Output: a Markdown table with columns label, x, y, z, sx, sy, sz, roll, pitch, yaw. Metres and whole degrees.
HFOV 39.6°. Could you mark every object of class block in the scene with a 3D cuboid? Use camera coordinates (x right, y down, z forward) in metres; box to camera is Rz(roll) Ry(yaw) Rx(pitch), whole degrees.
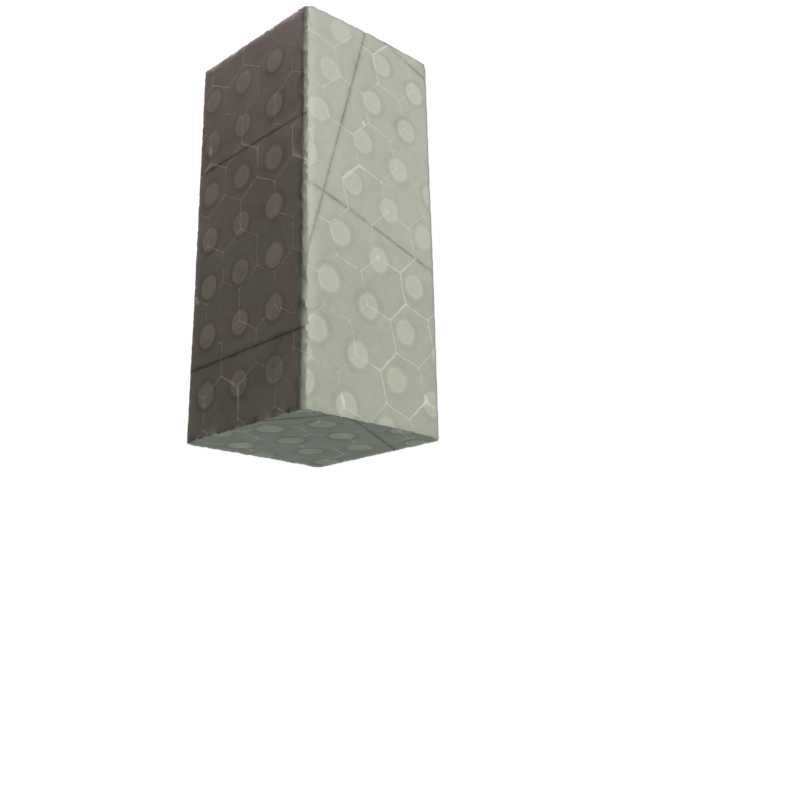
| label | x | y | z | sx | sy | sz | roll | pitch | yaw |
| --- | --- | --- | --- | --- | --- | --- | --- | --- | --- |
| block | -0.044 | -0.081 | 0.566 | 0.085 | 0.217 | 0.091 | 18 | -28 | -41 |
